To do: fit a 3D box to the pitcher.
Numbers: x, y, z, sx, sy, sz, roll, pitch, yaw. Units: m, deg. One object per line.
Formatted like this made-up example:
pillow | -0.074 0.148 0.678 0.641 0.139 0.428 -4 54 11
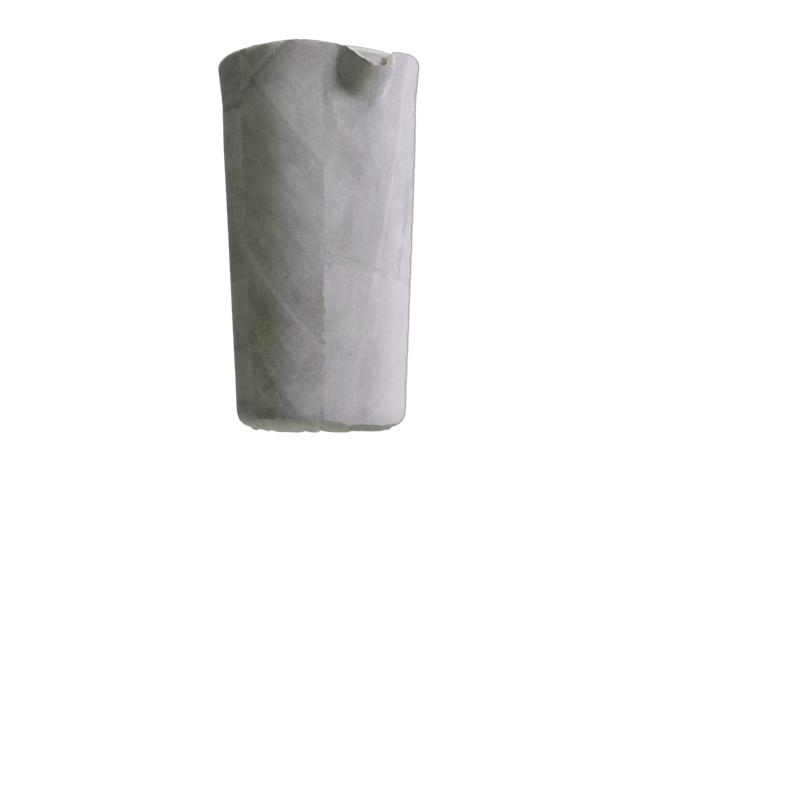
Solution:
pitcher | -0.057 -0.104 0.730 0.148 0.247 0.144 -2 -5 14
